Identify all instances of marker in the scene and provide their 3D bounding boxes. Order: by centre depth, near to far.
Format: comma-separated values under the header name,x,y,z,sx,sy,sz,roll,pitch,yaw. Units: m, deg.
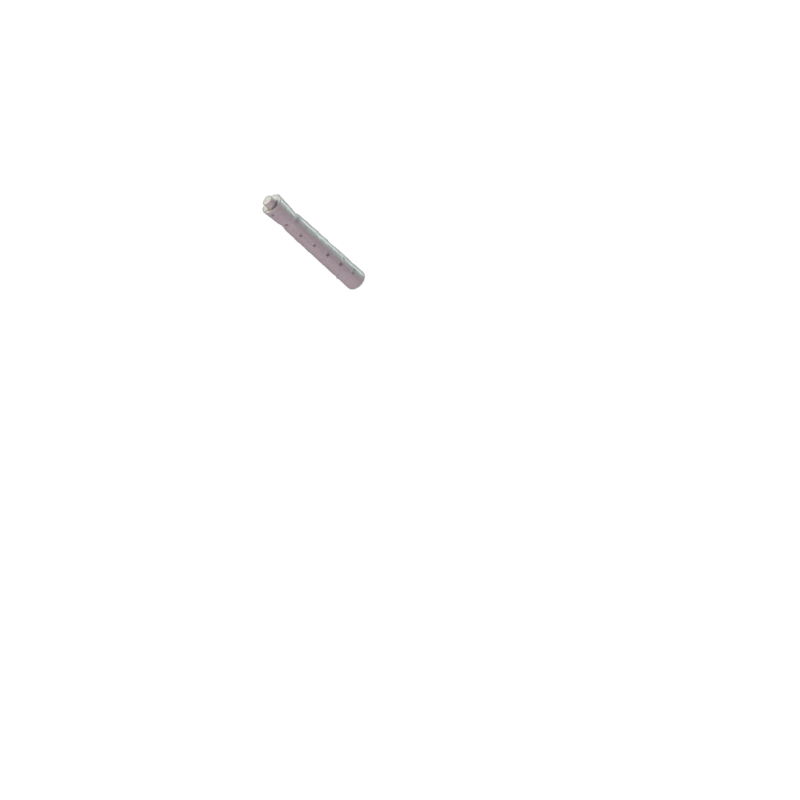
name,x,y,z,sx,sy,sz,roll,pitch,yaw
marker,-0.072,-0.131,0.915,0.021,0.020,0.112,3,-28,47
